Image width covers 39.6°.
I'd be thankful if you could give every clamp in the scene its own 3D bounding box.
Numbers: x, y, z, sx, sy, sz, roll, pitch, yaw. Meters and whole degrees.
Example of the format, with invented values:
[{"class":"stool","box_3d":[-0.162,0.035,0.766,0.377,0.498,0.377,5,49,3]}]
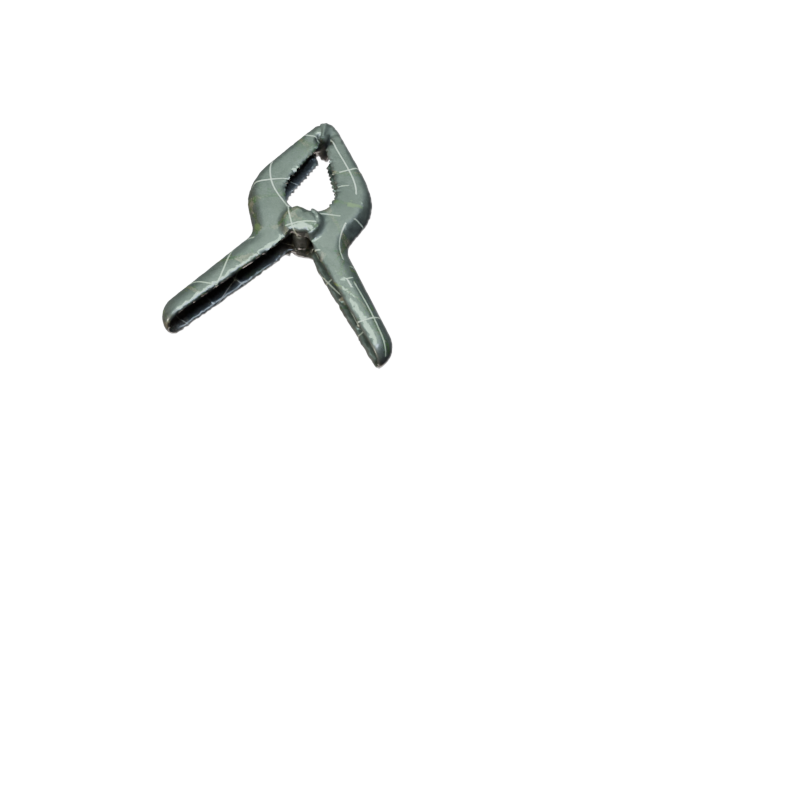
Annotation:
[{"class":"clamp","box_3d":[-0.065,-0.118,0.829,0.168,0.220,0.034,14,-32,9]}]
